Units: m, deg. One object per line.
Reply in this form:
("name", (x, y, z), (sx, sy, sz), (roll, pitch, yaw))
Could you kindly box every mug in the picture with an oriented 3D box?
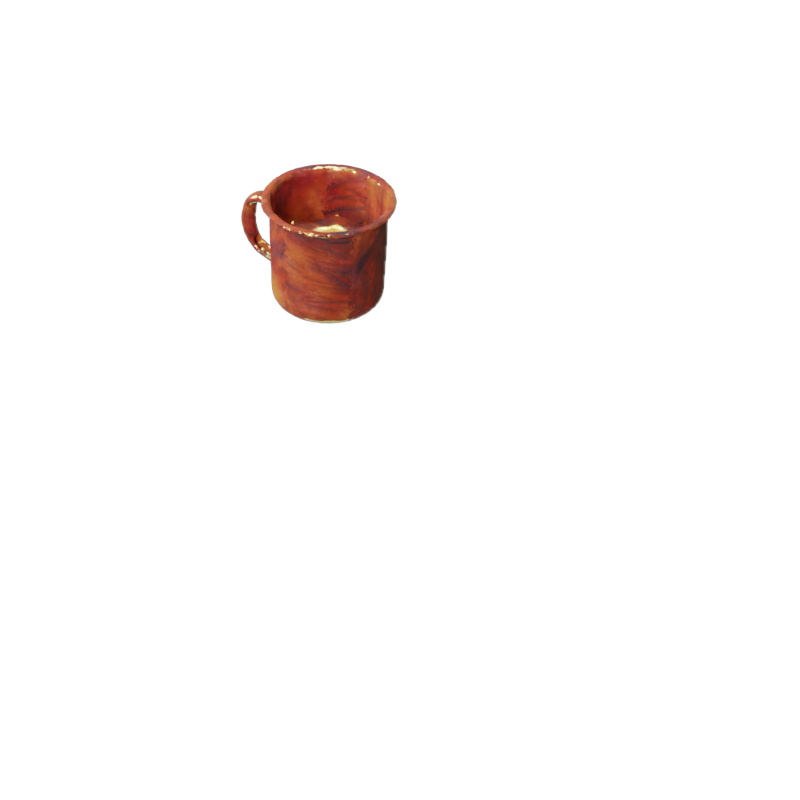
("mug", (-0.061, -0.112, 0.784), (0.122, 0.076, 0.096), (18, 41, 20))
